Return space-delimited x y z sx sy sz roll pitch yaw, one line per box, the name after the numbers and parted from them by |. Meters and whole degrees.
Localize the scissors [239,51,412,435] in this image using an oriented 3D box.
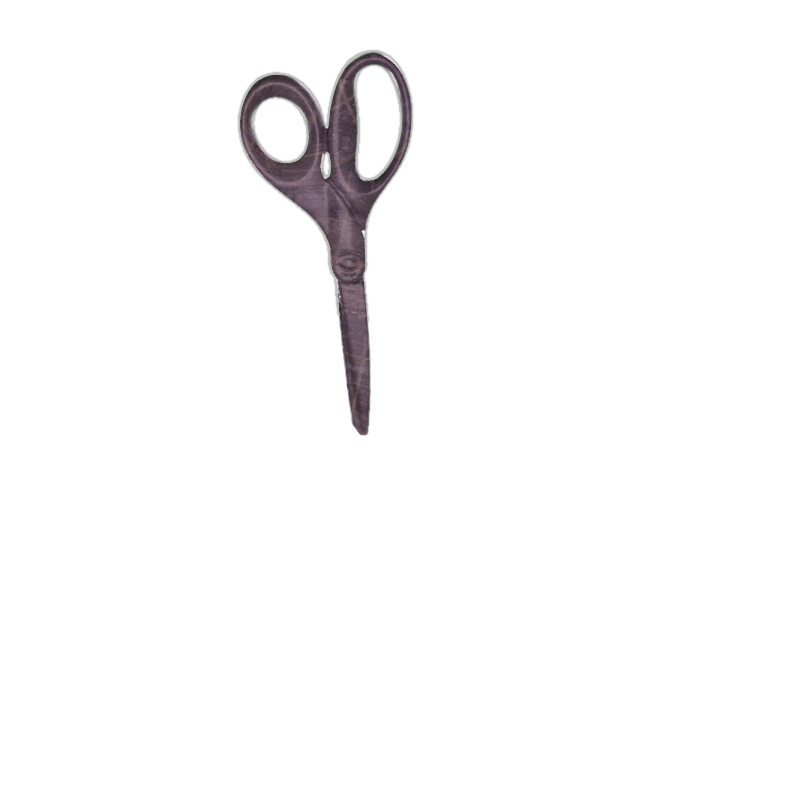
-0.045 -0.082 0.572 0.096 0.196 0.016 11 13 -3 | scissors
